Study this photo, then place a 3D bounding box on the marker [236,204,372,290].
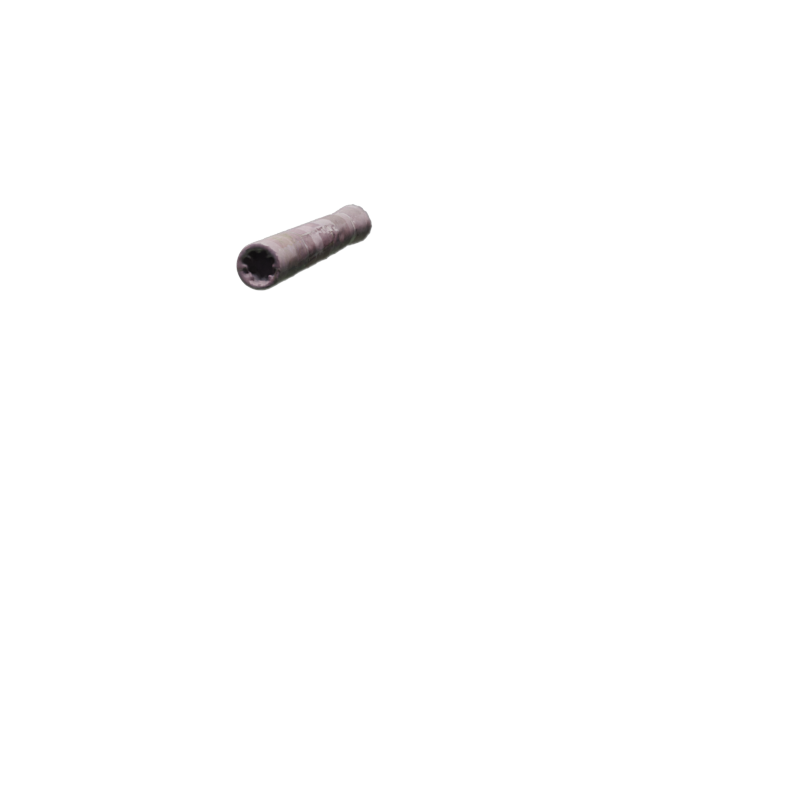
[{"bbox_3d":[-0.037,-0.068,0.475,0.020,0.019,0.122,1,17,16],"label":"marker"}]
